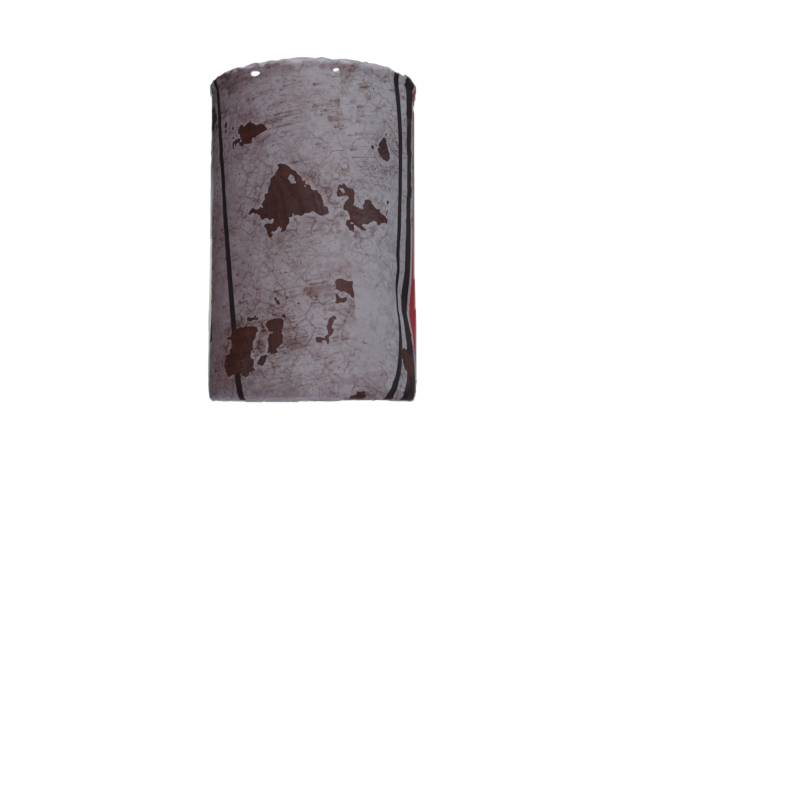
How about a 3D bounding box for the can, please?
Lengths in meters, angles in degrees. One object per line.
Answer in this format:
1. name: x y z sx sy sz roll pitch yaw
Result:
1. can: -0.028 -0.051 0.358 0.068 0.104 0.067 0 -6 -2
